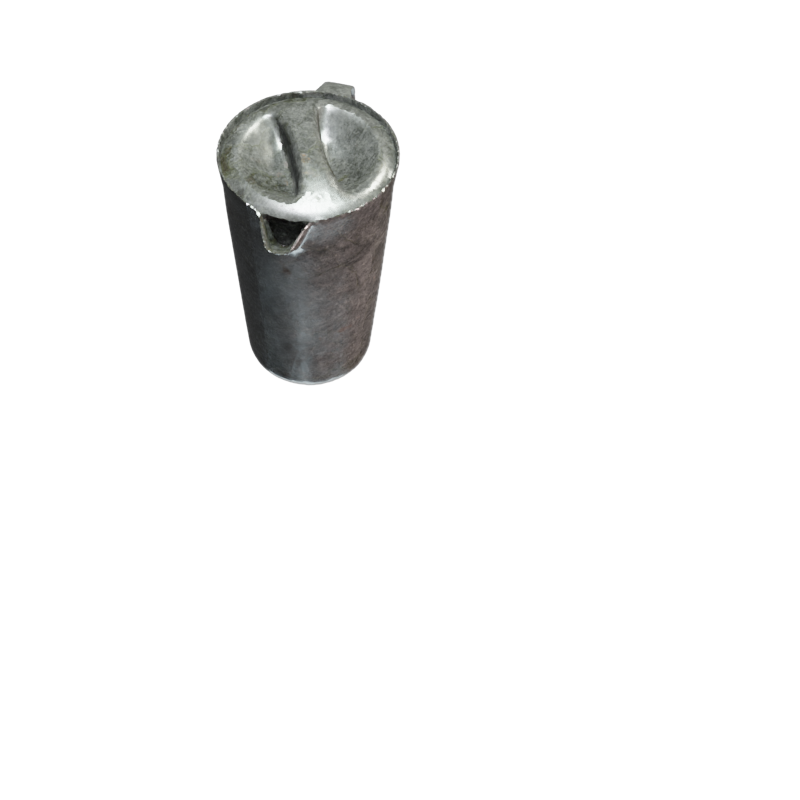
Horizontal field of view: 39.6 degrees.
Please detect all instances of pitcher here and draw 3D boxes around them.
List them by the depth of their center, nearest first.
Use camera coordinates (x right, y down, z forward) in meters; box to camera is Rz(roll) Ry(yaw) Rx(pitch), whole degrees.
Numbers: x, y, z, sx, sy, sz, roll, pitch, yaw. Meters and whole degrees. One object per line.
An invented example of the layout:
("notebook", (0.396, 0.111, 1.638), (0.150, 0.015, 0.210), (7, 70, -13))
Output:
("pitcher", (-0.070, -0.128, 0.898), (0.149, 0.155, 0.227), (-26, -30, -20))
